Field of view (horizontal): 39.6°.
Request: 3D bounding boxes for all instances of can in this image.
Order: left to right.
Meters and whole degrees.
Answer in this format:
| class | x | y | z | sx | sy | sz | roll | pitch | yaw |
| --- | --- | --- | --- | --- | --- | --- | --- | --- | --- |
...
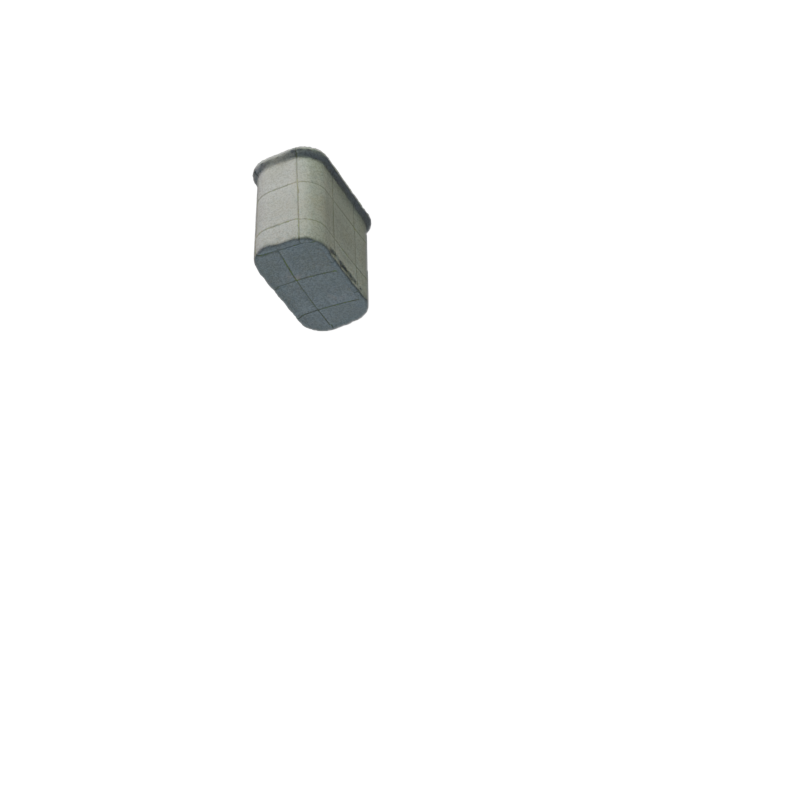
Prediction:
| class | x | y | z | sx | sy | sz | roll | pitch | yaw |
| --- | --- | --- | --- | --- | --- | --- | --- | --- | --- |
| can | -0.060 | -0.109 | 0.767 | 0.058 | 0.090 | 0.094 | -18 | -41 | 19 |
